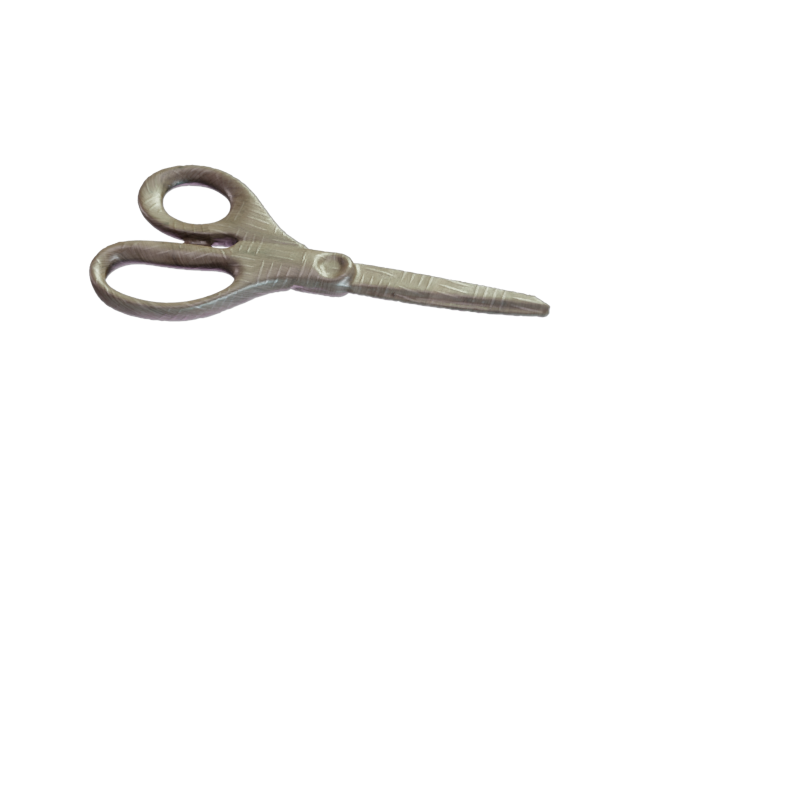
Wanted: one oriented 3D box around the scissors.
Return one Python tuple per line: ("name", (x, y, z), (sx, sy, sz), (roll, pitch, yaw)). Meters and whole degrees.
("scissors", (-0.040, -0.073, 0.510), (0.201, 0.103, 0.015), (-3, -37, -2))
